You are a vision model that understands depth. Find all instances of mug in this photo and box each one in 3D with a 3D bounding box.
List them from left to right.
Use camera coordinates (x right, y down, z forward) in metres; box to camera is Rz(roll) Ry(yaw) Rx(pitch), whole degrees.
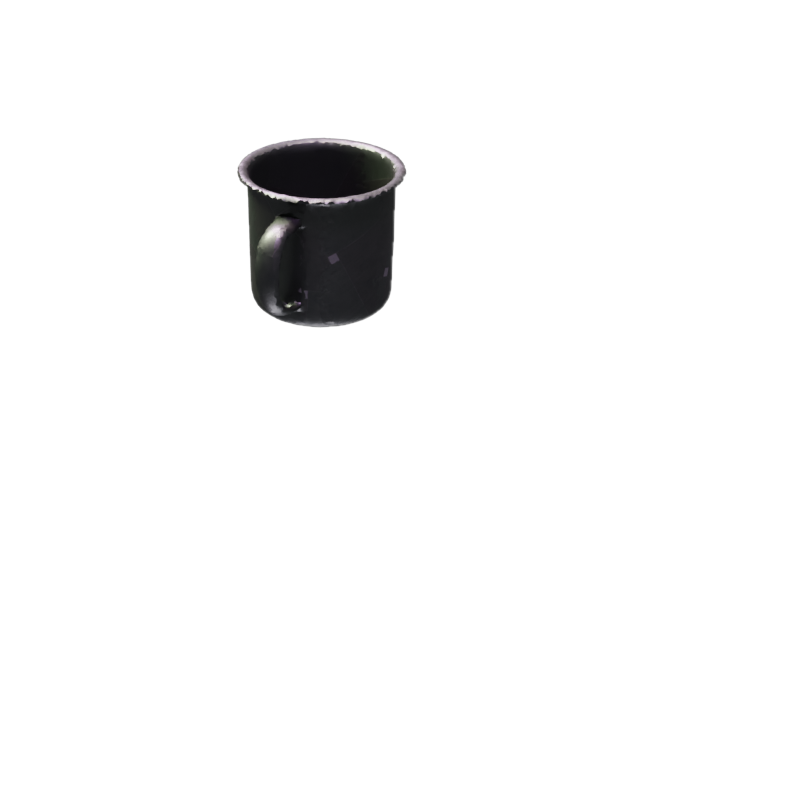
[{"bbox_3d":[-0.048,-0.088,0.618,0.096,0.077,0.121,11,32,16],"label":"mug"}]
